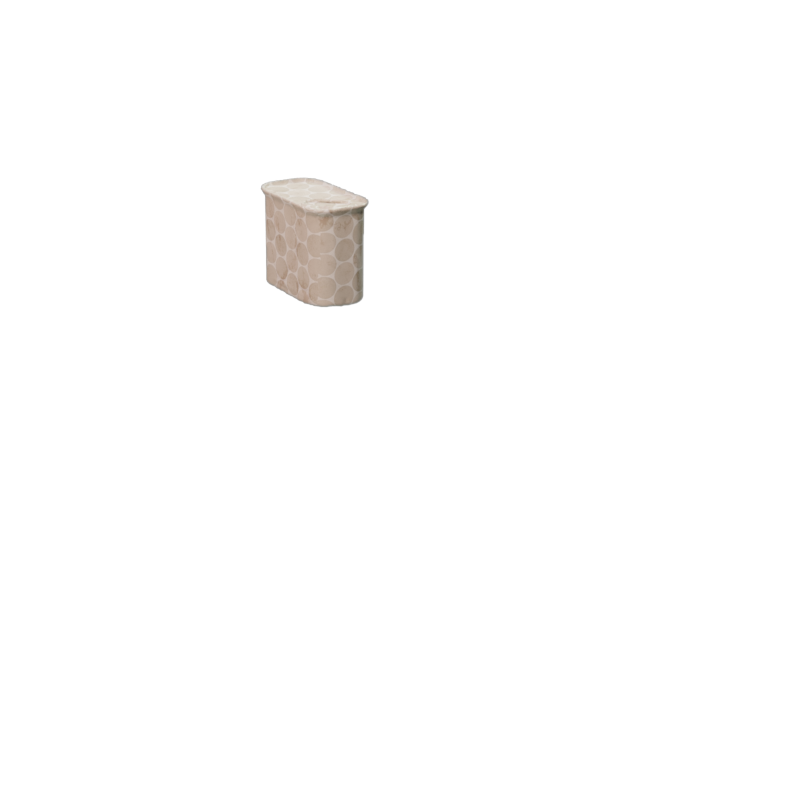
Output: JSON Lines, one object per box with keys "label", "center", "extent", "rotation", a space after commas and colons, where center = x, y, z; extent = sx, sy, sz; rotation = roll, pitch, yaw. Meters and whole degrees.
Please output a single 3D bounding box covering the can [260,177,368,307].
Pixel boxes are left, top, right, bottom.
{"label": "can", "center": [-0.071, -0.130, 0.910], "extent": [0.056, 0.080, 0.109], "rotation": [-12, 25, -31]}
